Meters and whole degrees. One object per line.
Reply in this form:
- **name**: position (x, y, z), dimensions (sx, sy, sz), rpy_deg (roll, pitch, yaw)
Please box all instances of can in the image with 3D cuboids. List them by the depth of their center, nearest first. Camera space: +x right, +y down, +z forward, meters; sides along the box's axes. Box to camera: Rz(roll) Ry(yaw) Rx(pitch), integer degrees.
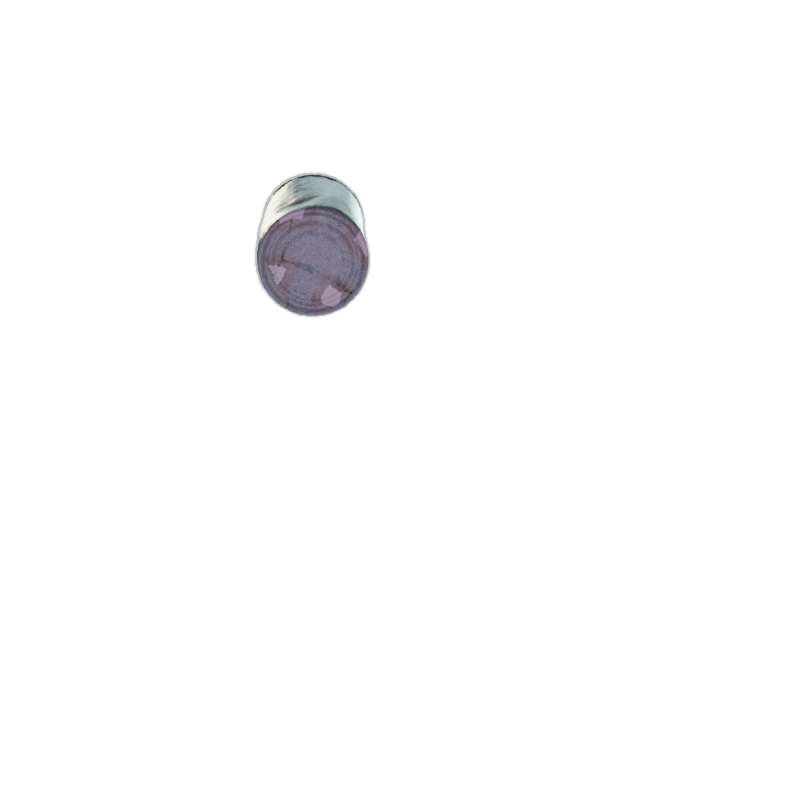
- **can**: position (-0.054, -0.099, 0.691), dimensions (0.068, 0.066, 0.107), rpy_deg (0, 19, -3)
